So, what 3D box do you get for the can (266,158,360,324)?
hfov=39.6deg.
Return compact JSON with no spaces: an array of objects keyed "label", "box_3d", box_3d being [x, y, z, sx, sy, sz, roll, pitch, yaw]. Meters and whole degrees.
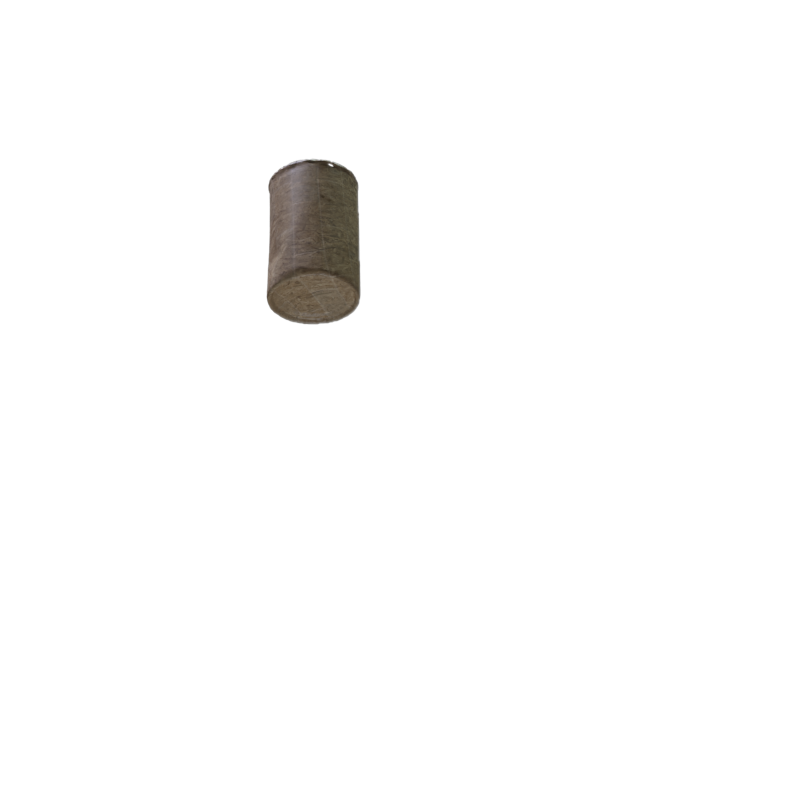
[{"label":"can","box_3d":[-0.063,-0.115,0.805,0.068,0.109,0.064,-1,-32,-2]}]
